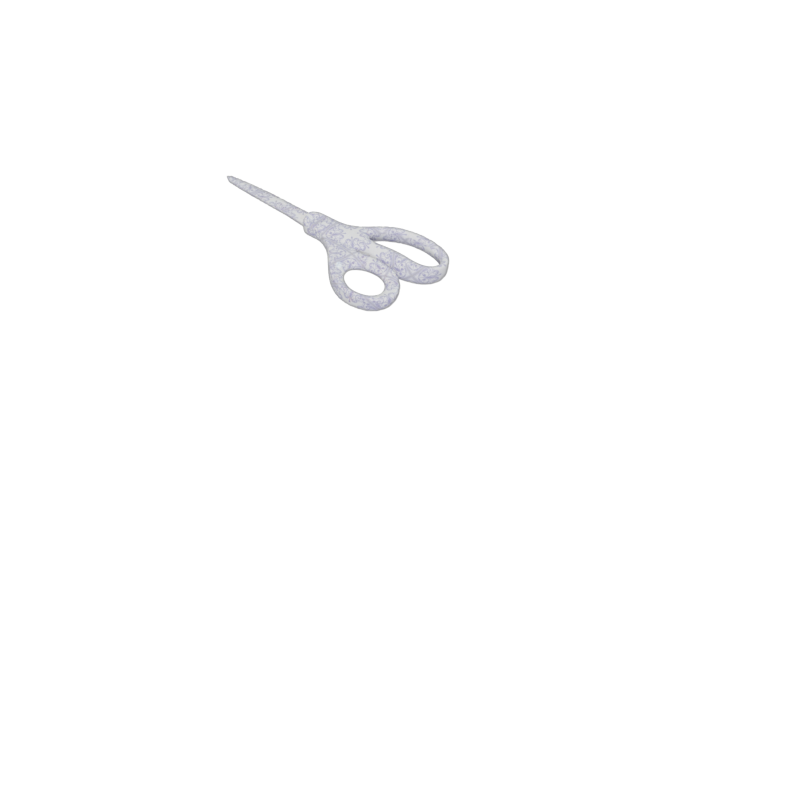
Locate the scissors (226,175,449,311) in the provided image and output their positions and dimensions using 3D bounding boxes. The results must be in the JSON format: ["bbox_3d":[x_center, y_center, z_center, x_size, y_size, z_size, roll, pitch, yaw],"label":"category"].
[{"bbox_3d":[-0.064,-0.117,0.823,0.210,0.015,0.099,19,45,20],"label":"scissors"}]
